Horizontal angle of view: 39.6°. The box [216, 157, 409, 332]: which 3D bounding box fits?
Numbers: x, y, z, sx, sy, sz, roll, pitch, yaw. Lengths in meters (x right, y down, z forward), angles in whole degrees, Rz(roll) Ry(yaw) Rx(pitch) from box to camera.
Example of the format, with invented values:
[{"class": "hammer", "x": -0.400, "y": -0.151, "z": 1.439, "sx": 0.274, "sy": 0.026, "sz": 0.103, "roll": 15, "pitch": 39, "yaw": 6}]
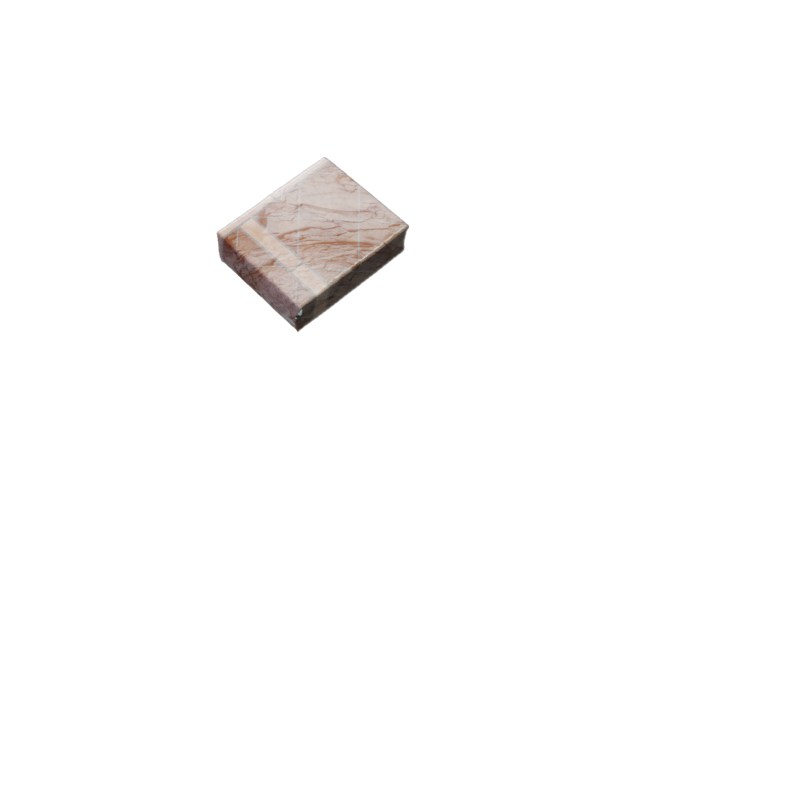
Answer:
[{"class": "box", "x": -0.064, "y": -0.117, "z": 0.816, "sx": 0.115, "sy": 0.095, "sz": 0.036, "roll": -40, "pitch": -24, "yaw": -23}]
